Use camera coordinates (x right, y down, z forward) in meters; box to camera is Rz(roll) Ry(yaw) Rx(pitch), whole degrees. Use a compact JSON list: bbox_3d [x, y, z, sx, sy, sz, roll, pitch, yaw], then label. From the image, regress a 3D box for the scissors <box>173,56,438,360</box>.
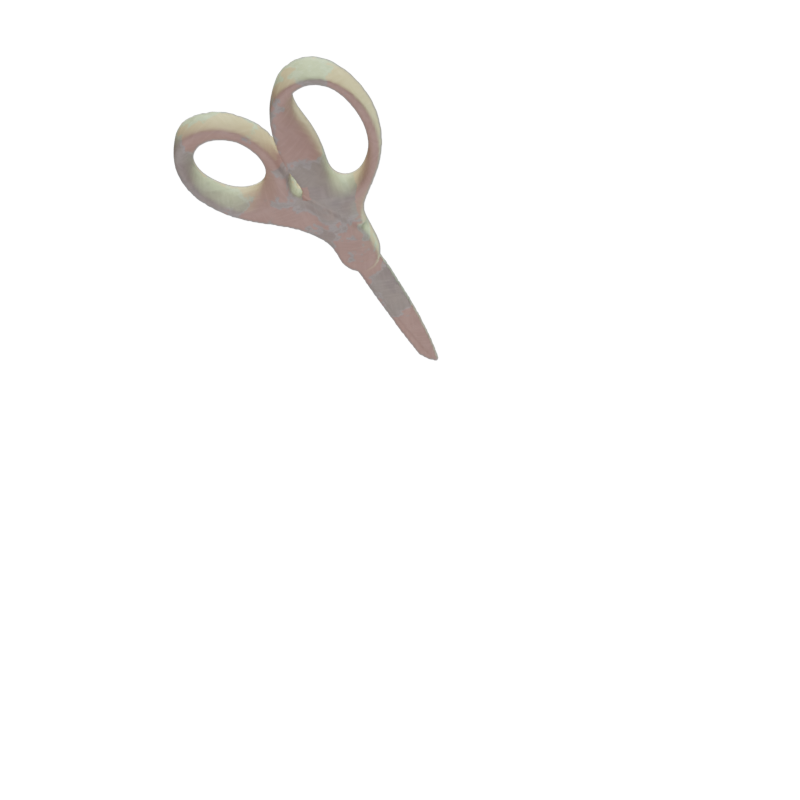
[{"bbox_3d":[-0.039,-0.072,0.504,0.097,0.017,0.187,-5,-37,6],"label":"scissors"}]
